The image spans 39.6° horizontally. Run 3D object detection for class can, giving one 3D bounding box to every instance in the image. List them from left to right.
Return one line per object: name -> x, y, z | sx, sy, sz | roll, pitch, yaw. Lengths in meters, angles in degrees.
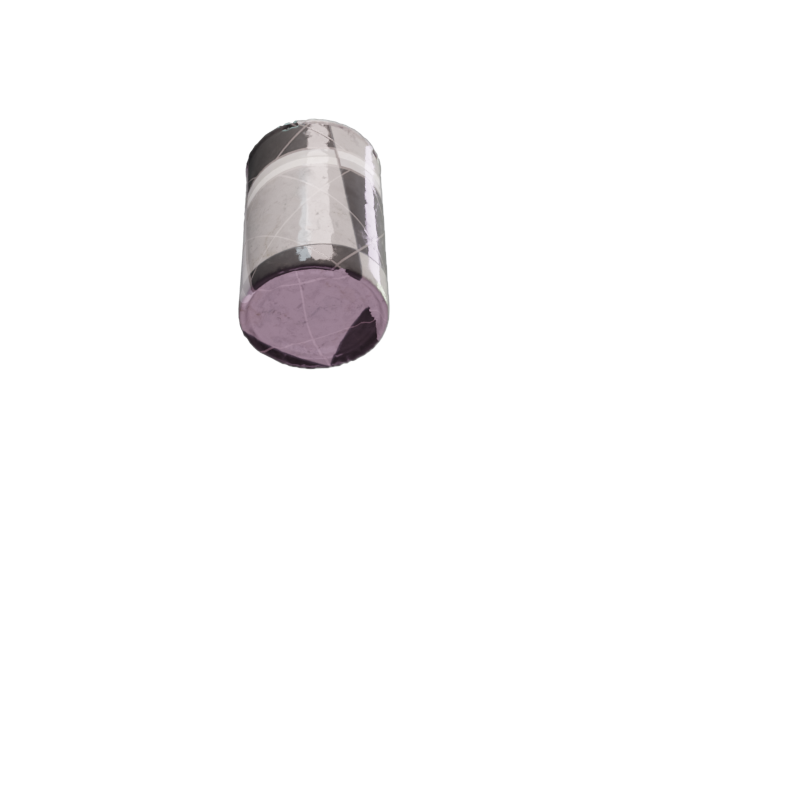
can -> -0.040, -0.074, 0.517 | 0.068, 0.110, 0.064 | -1, -44, -3
